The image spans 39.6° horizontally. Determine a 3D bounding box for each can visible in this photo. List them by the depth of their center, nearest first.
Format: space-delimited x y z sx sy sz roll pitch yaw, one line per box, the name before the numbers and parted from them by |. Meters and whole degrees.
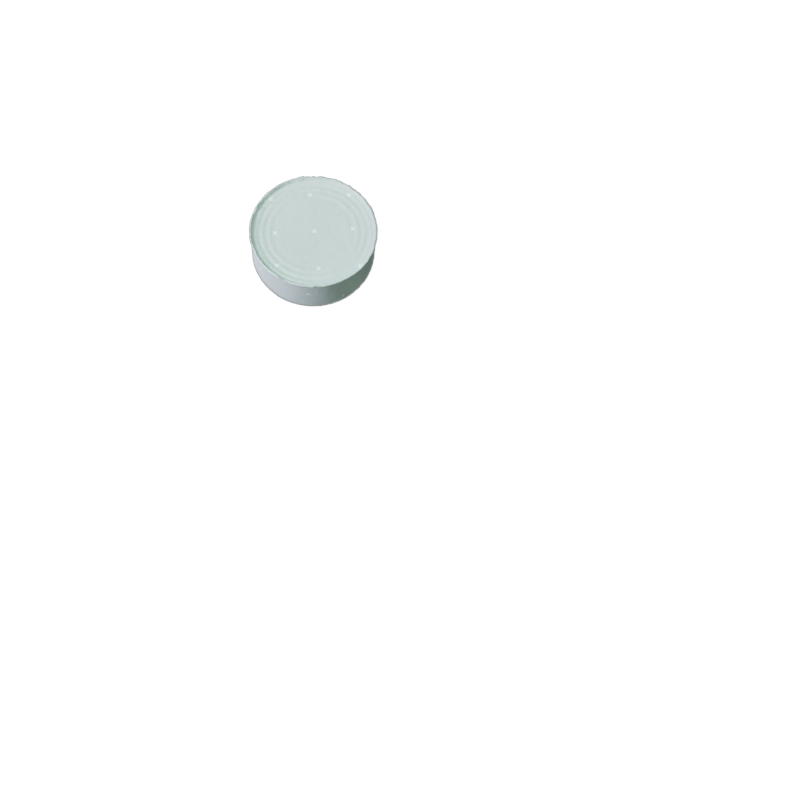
can | -0.059 -0.107 0.751 0.086 0.091 0.032 -1 -28 -1
